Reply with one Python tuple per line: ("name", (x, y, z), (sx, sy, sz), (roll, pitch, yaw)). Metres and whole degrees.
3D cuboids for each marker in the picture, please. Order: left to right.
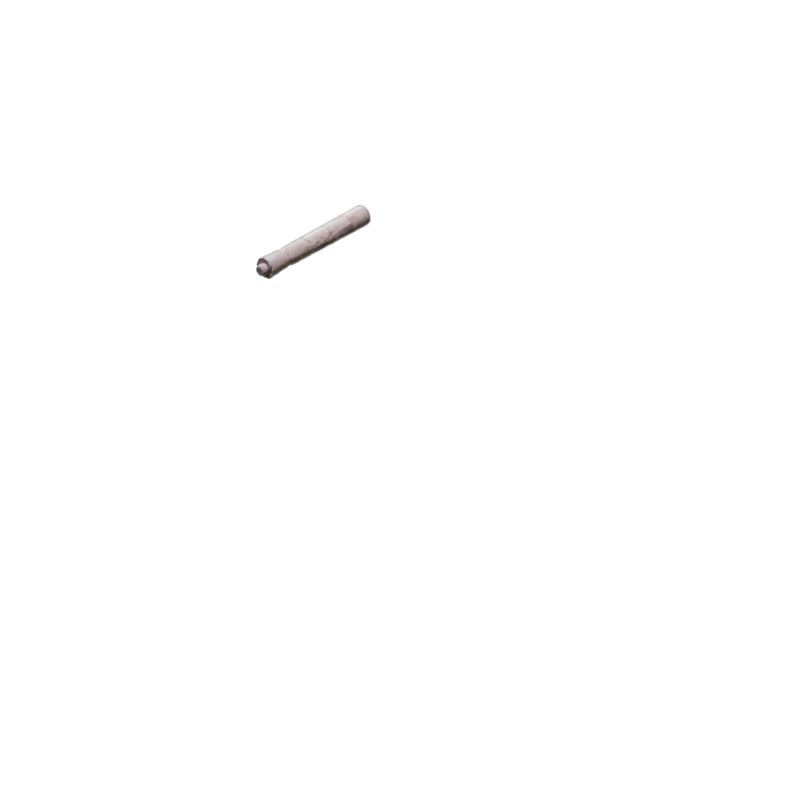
("marker", (-0.071, -0.130, 0.909), (0.021, 0.019, 0.121), (4, 30, 46))
